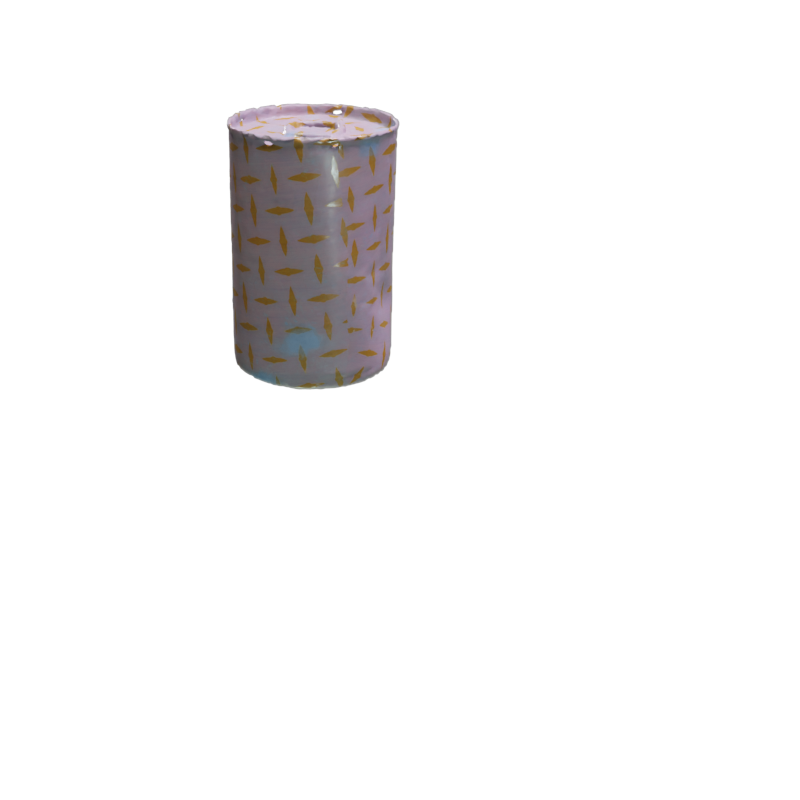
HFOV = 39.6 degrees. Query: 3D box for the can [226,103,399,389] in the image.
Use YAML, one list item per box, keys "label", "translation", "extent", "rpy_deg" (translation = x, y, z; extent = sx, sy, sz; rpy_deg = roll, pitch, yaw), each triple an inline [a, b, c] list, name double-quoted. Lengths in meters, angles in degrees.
- label: "can"
  translation: [-0.035, -0.064, 0.451]
  extent: [0.068, 0.098, 0.072]
  rpy_deg: [0, 21, -2]
